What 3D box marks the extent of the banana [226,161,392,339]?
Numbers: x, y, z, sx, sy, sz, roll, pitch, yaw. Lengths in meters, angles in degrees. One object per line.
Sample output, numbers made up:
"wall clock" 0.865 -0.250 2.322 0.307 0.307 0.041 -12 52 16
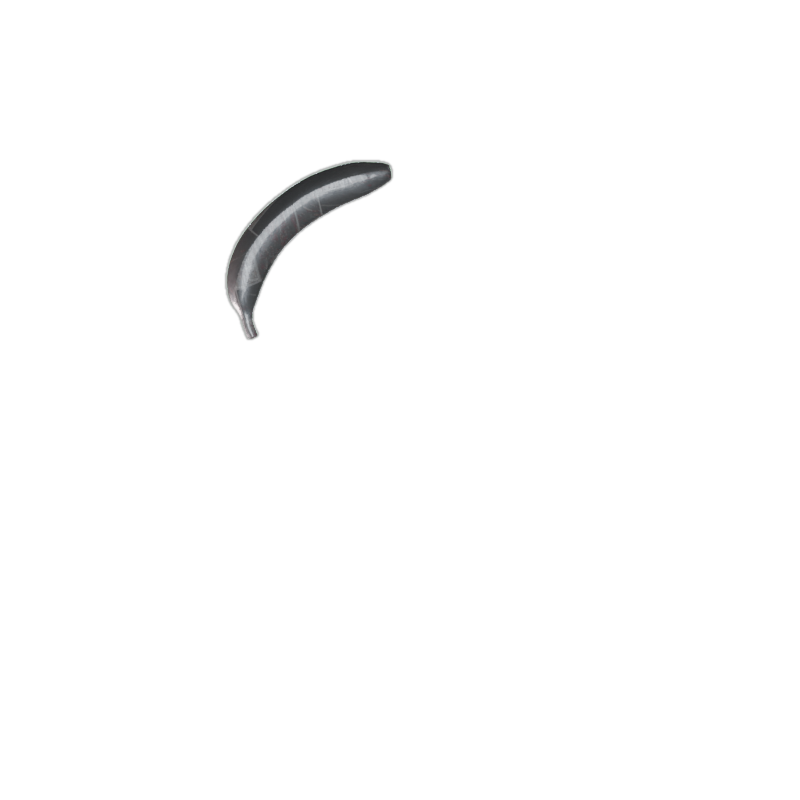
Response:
"banana" -0.093 -0.148 0.978 0.068 0.196 0.038 40 8 -8
